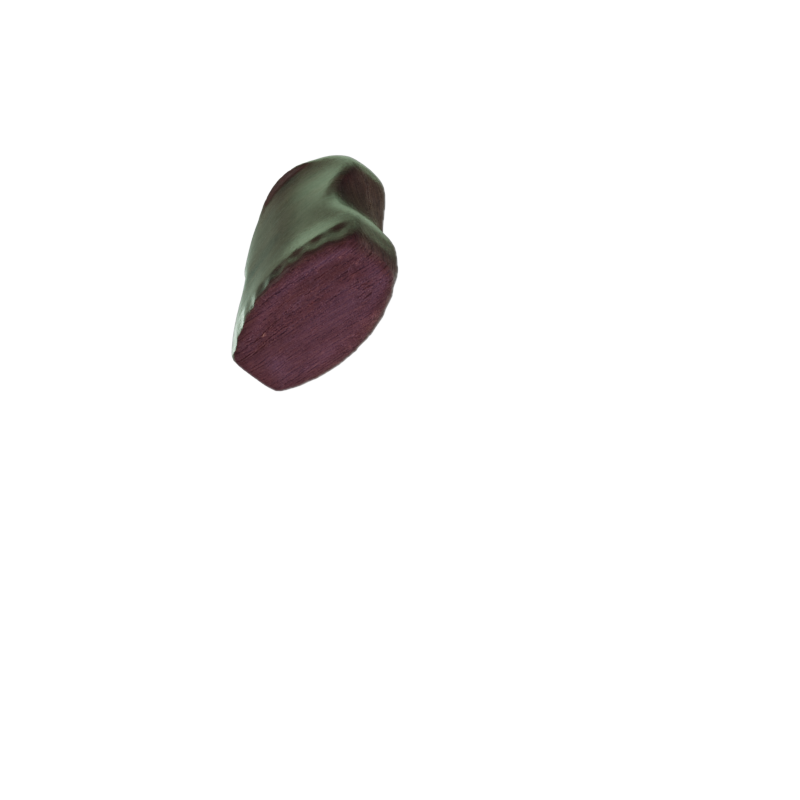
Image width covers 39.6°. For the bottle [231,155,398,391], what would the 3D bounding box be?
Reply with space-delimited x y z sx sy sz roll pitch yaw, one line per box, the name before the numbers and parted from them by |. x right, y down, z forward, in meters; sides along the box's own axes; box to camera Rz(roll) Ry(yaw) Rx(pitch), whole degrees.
bottle | -0.049 -0.090 0.630 0.056 0.094 0.203 36 21 -22
